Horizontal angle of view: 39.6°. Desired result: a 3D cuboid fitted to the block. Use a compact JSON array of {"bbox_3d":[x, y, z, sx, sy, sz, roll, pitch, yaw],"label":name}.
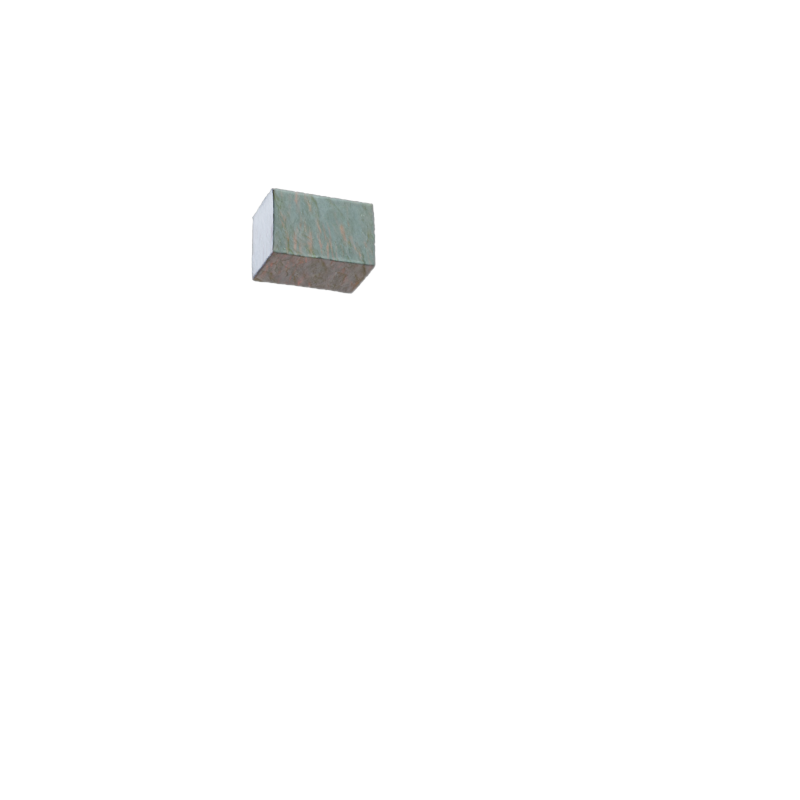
[{"bbox_3d":[-0.062,-0.113,0.790,0.076,0.054,0.052,7,-23,-19],"label":"block"}]
